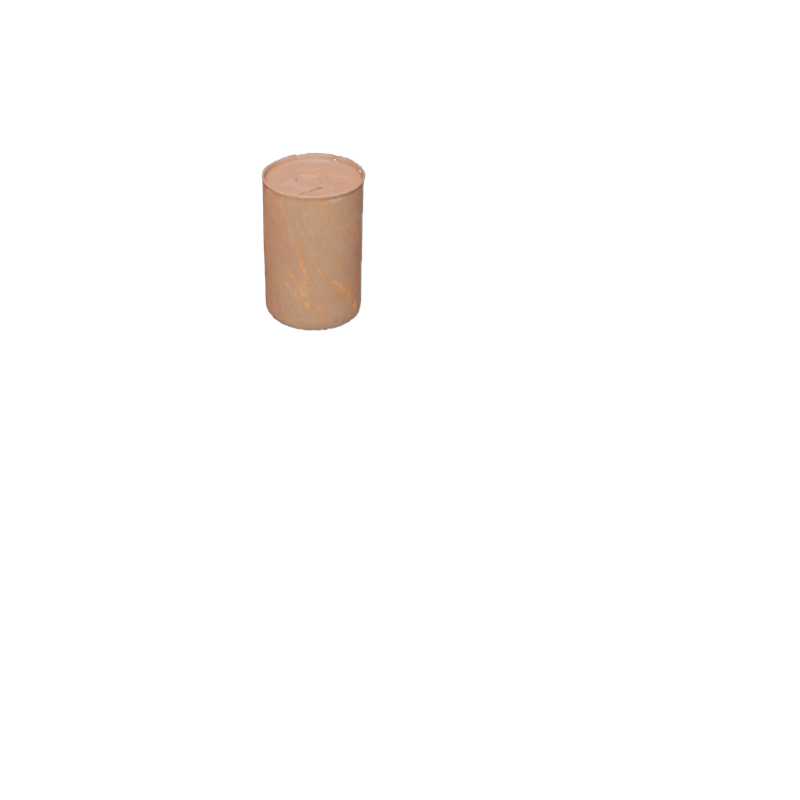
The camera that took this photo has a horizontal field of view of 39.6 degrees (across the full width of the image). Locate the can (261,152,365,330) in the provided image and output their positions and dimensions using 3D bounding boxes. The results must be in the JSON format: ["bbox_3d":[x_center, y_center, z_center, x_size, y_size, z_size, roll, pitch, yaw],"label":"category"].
[{"bbox_3d":[-0.059,-0.107,0.749,0.068,0.096,0.073,0,32,-3],"label":"can"}]
